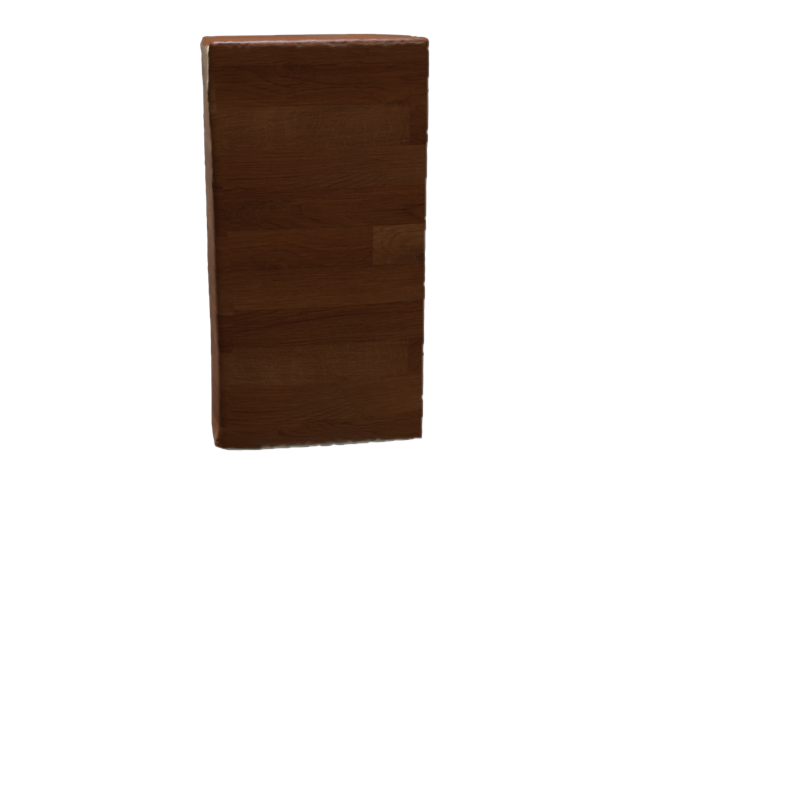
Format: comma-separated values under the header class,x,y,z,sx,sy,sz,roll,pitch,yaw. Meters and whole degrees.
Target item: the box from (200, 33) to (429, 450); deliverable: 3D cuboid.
class,x,y,z,sx,sy,sz,roll,pitch,yaw
box,-0.037,-0.069,0.480,0.092,0.171,0.050,-2,13,-11
